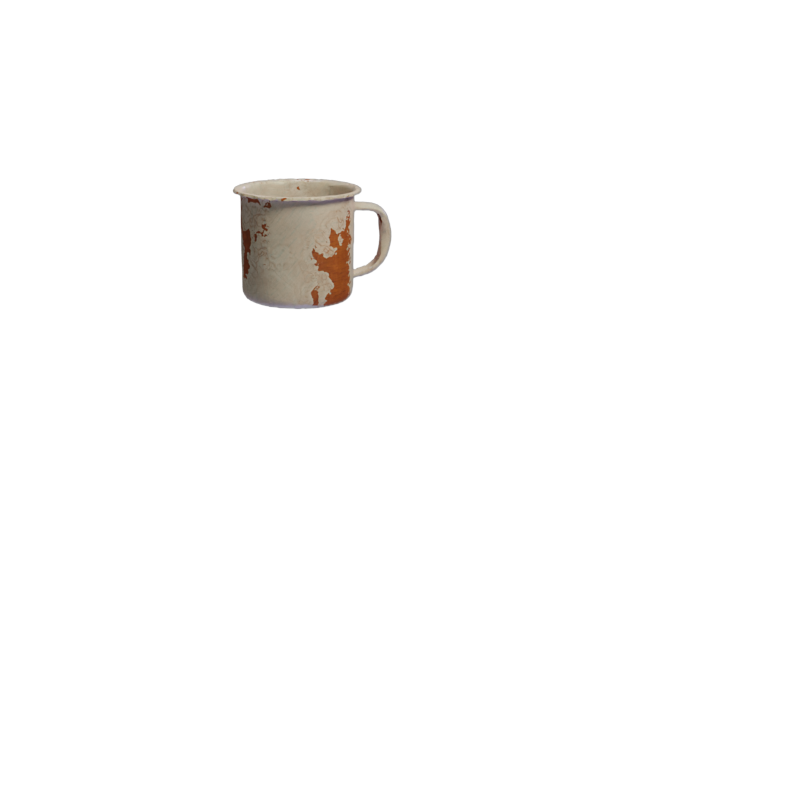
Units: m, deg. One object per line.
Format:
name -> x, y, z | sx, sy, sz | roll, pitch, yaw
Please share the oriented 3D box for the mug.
mug -> -0.063, -0.116, 0.810 | 0.115, 0.079, 0.098 | -5, 17, -17
